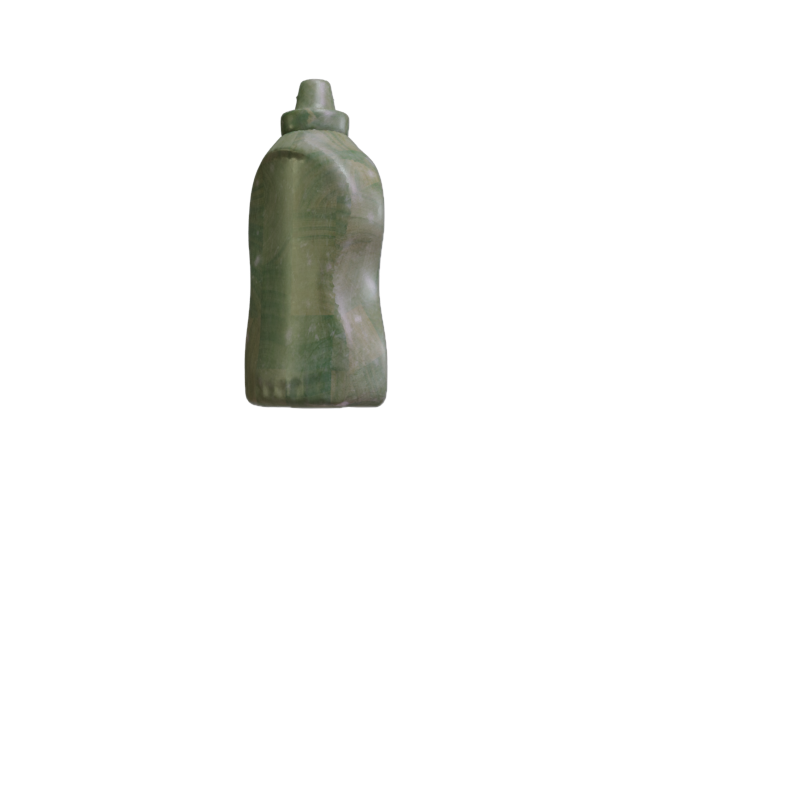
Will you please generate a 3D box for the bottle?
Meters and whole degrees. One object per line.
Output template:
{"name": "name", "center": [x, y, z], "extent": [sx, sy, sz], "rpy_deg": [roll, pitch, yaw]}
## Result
{"name": "bottle", "center": [-0.050, -0.093, 0.649], "extent": [0.056, 0.195, 0.099], "rpy_deg": [5, -7, -41]}
